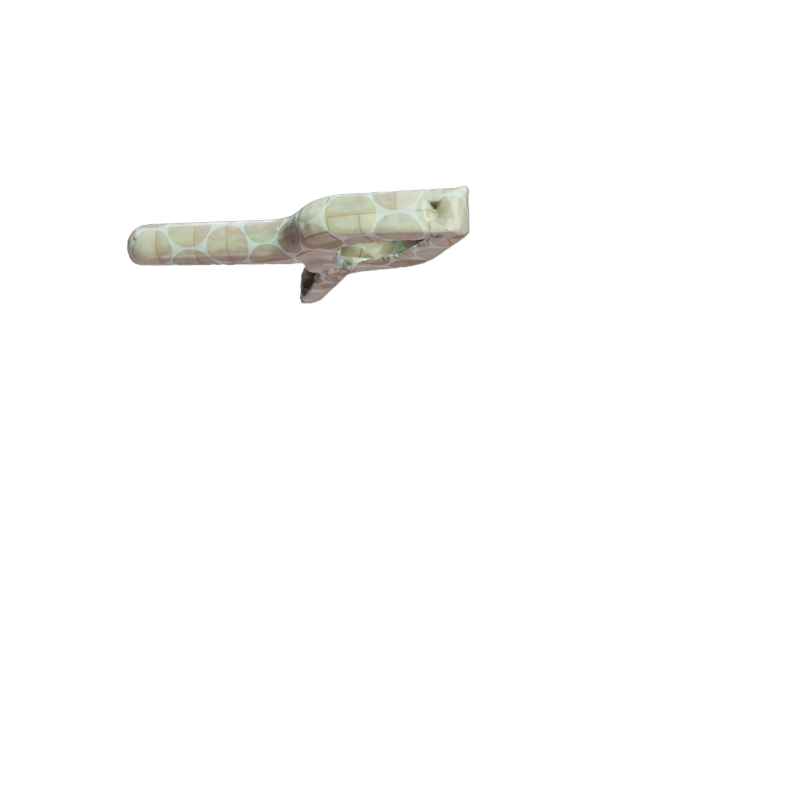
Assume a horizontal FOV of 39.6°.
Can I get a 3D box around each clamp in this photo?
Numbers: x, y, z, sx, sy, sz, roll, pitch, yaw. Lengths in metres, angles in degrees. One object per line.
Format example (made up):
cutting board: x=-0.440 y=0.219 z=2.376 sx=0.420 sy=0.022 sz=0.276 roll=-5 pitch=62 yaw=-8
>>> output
clamp: x=-0.052 y=-0.096 z=0.669 sx=0.156 sy=0.037 sz=0.215 roll=7 pitch=-10 yaw=-41
